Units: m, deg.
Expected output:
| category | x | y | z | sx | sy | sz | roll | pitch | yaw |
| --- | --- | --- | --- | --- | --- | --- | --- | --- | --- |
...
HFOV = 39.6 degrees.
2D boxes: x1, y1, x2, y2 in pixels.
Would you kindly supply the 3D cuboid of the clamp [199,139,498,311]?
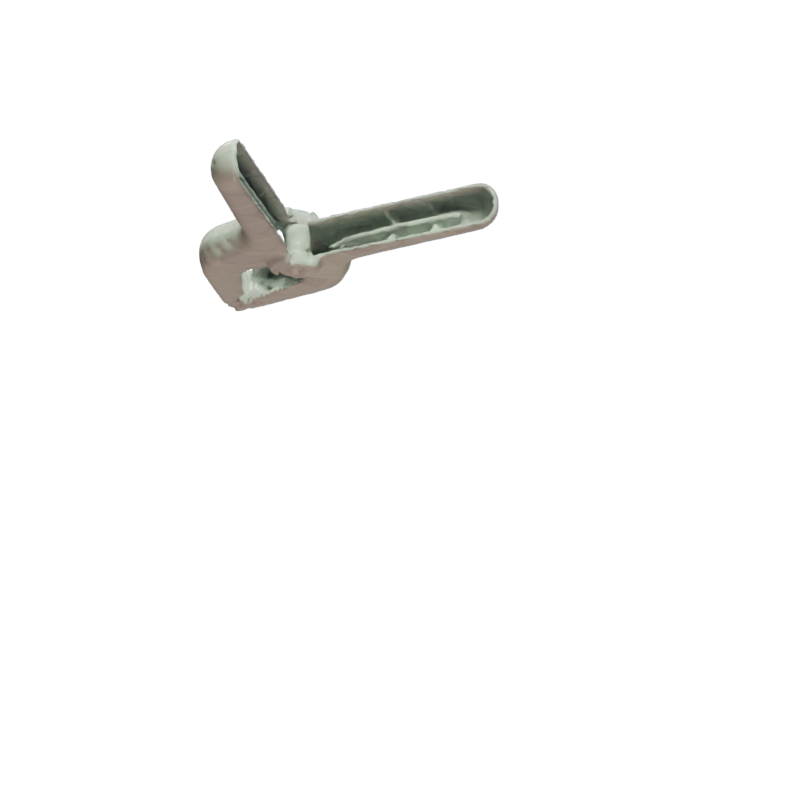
| category | x | y | z | sx | sy | sz | roll | pitch | yaw |
| --- | --- | --- | --- | --- | --- | --- | --- | --- | --- |
| clamp | -0.052 | -0.094 | 0.659 | 0.160 | 0.038 | 0.207 | 5 | -15 | -20 |
